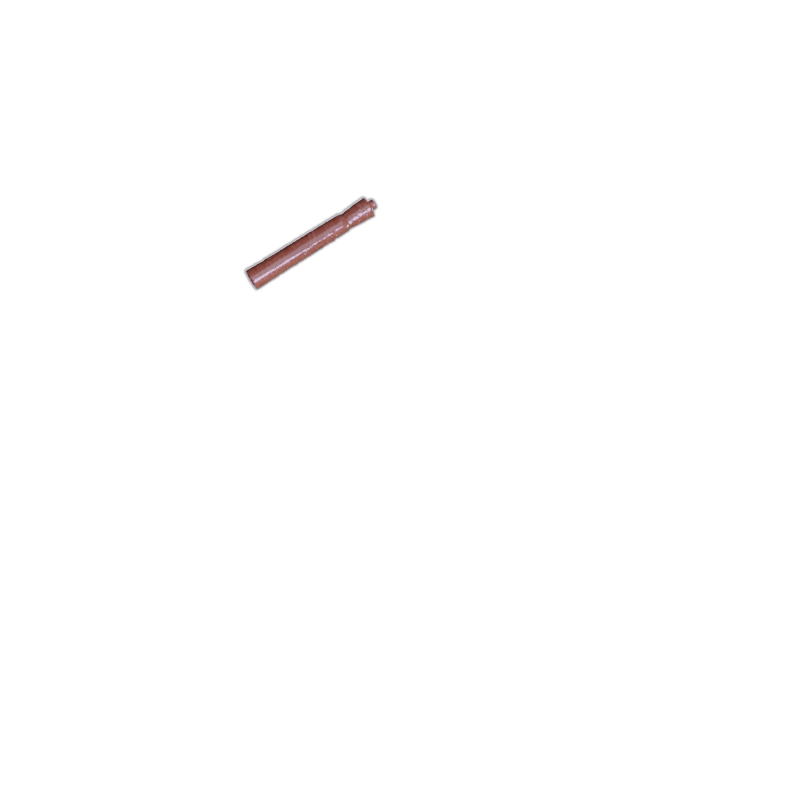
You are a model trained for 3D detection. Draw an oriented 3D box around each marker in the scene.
[{"bbox_3d":[-0.071,-0.129,0.906,0.121,0.019,0.020,-33,10,-8],"label":"marker"}]
